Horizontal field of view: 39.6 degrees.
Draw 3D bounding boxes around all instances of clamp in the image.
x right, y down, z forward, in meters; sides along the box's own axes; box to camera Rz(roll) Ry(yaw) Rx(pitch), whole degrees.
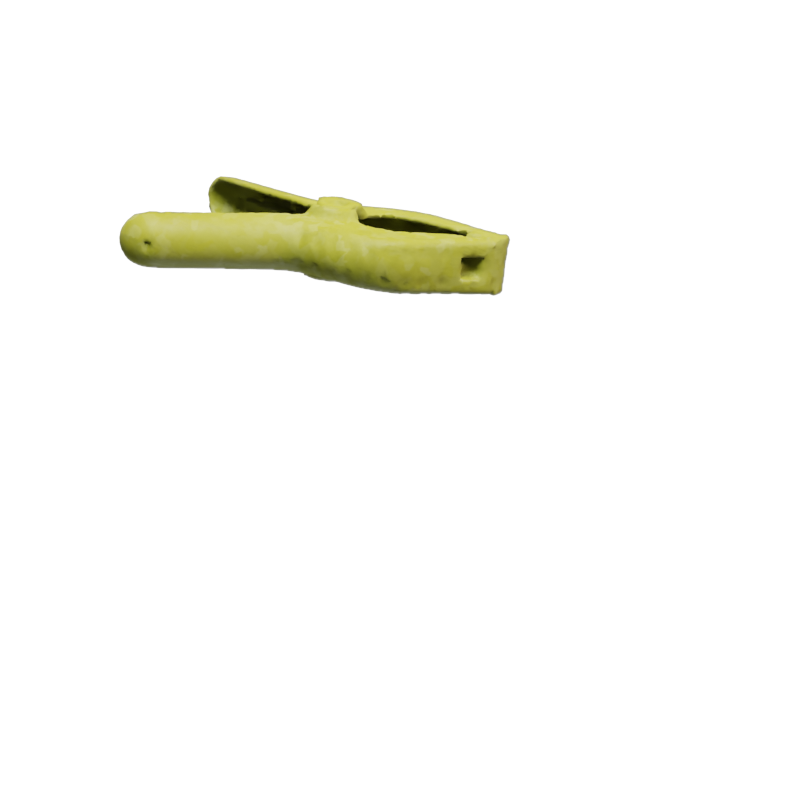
[{"bbox_3d":[-0.040,-0.073,0.515,0.178,0.037,0.122,11,27,22],"label":"clamp"}]
